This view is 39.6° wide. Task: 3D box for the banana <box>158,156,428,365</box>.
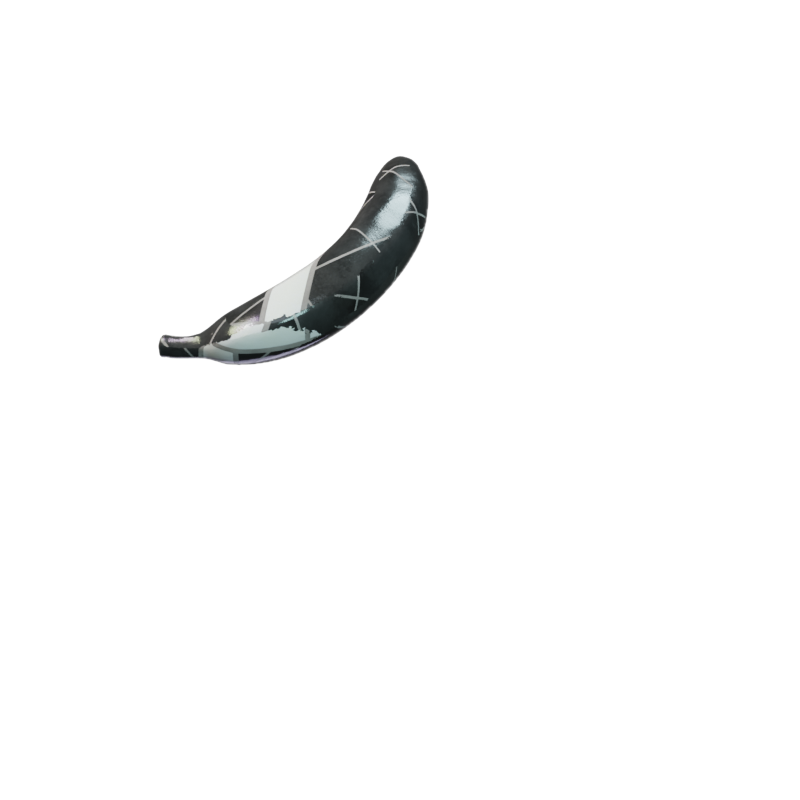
[{"bbox_3d":[-0.034,-0.073,0.579,0.074,0.034,0.200,29,51,26],"label":"banana"}]
